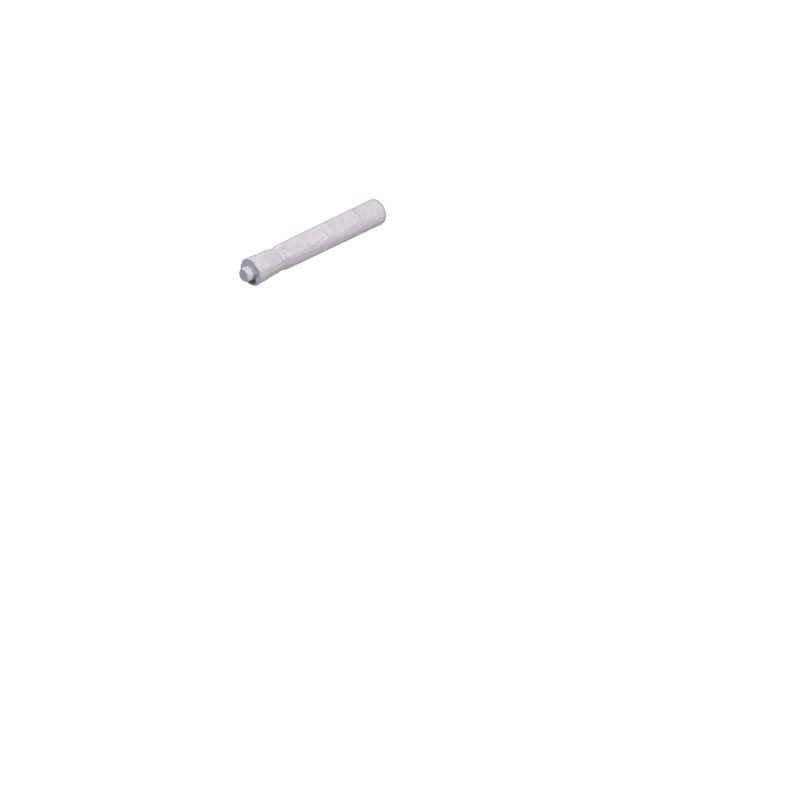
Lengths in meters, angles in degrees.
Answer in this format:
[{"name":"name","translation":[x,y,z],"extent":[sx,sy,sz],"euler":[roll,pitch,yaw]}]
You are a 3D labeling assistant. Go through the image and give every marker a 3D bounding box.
[{"name":"marker","translation":[-0.057,-0.103,0.725],"extent":[0.021,0.019,0.121],"euler":[4,28,47]}]
